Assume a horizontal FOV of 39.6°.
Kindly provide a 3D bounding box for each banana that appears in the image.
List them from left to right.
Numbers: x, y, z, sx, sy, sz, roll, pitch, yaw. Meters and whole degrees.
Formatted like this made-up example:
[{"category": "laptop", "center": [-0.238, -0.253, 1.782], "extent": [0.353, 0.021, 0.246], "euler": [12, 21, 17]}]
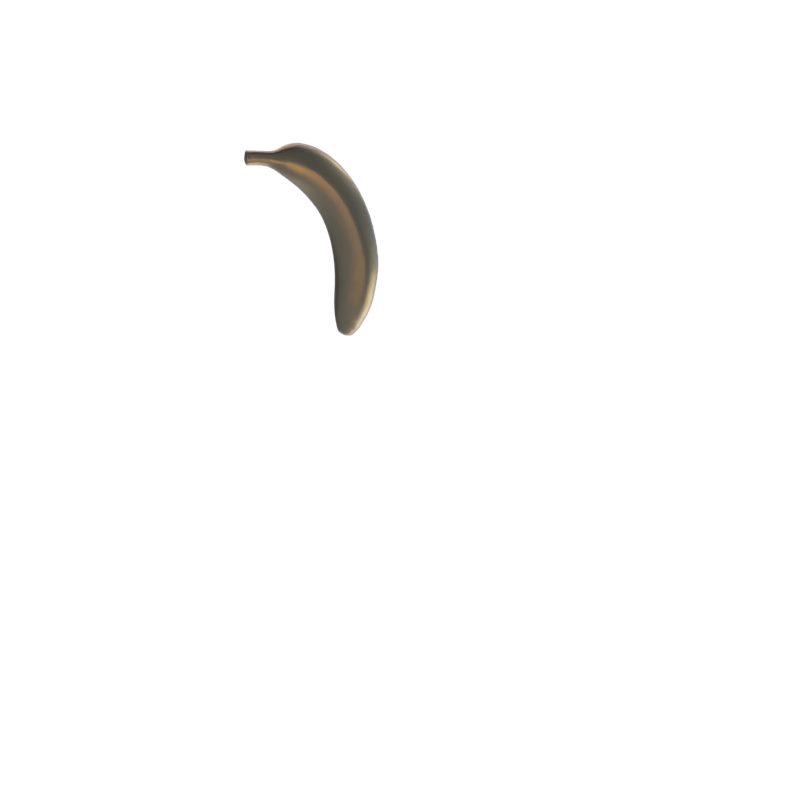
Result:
[{"category": "banana", "center": [-0.056, -0.140, 0.912], "extent": [0.070, 0.184, 0.039], "euler": [-21, 31, 12]}]
